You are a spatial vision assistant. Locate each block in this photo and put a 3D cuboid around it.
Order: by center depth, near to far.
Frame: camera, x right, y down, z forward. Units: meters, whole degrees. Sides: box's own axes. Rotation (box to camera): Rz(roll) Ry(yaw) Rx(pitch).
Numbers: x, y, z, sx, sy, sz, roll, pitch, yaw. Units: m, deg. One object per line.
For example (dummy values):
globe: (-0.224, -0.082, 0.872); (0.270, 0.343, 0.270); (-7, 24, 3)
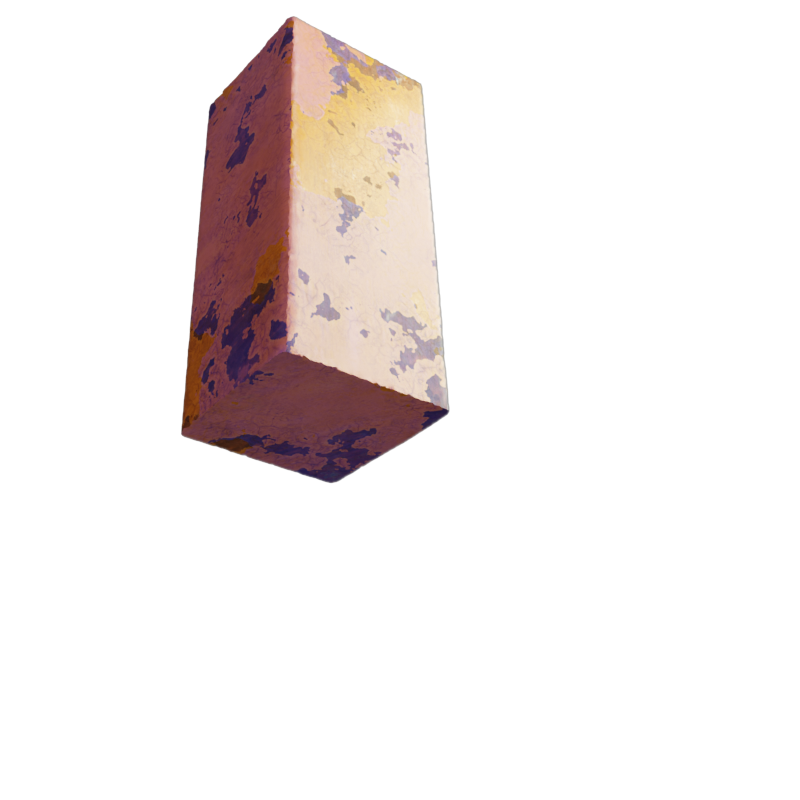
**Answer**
block: (-0.044, -0.079, 0.556); (0.086, 0.221, 0.089); (22, -42, -31)
